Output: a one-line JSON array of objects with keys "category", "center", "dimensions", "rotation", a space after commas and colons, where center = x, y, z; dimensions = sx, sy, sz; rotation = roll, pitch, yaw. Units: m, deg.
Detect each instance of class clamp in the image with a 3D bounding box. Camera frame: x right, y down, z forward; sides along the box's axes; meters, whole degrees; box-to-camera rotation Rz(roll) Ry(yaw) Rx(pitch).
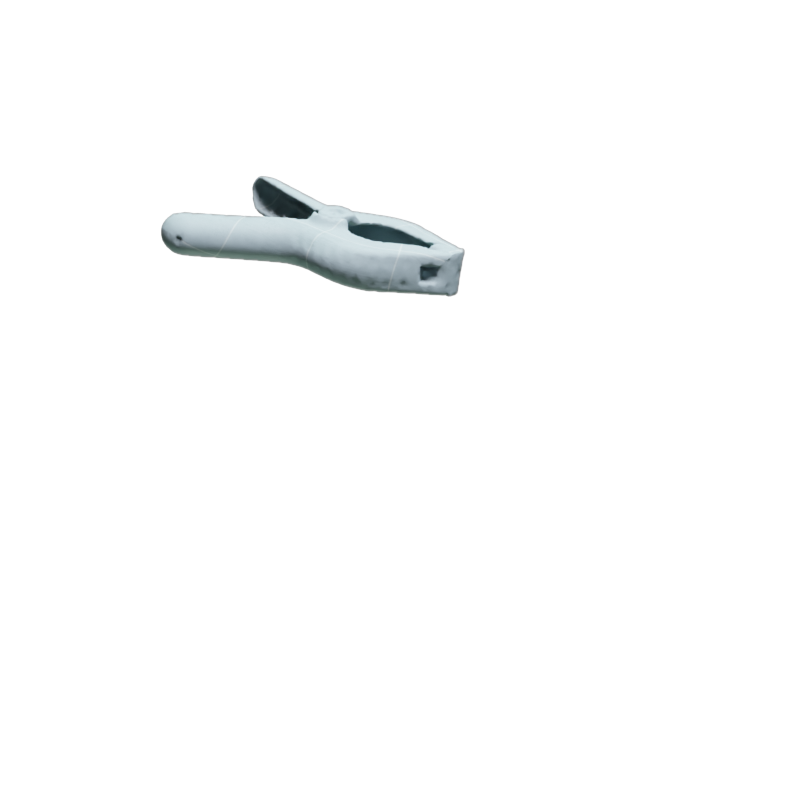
[{"category": "clamp", "center": [-0.051, -0.093, 0.651], "dimensions": [0.180, 0.037, 0.121], "rotation": [19, 34, 29]}]
